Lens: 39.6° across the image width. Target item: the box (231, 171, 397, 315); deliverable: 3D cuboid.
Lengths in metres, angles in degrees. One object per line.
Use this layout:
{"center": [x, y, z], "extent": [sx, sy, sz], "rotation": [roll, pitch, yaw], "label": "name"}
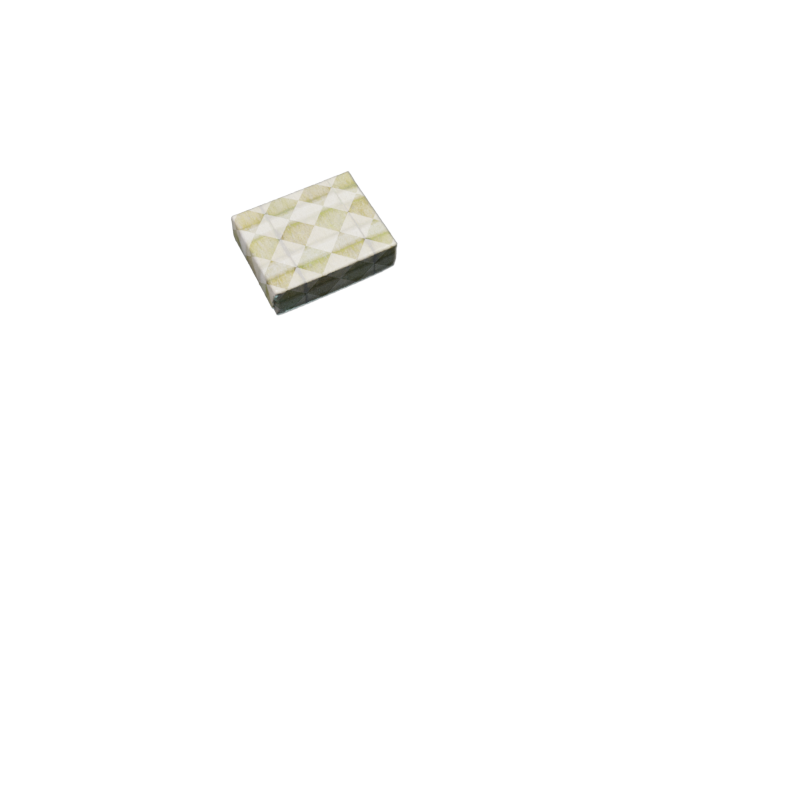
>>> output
{"center": [-0.072, -0.131, 0.920], "extent": [0.113, 0.097, 0.036], "rotation": [-23, -31, -15], "label": "box"}
